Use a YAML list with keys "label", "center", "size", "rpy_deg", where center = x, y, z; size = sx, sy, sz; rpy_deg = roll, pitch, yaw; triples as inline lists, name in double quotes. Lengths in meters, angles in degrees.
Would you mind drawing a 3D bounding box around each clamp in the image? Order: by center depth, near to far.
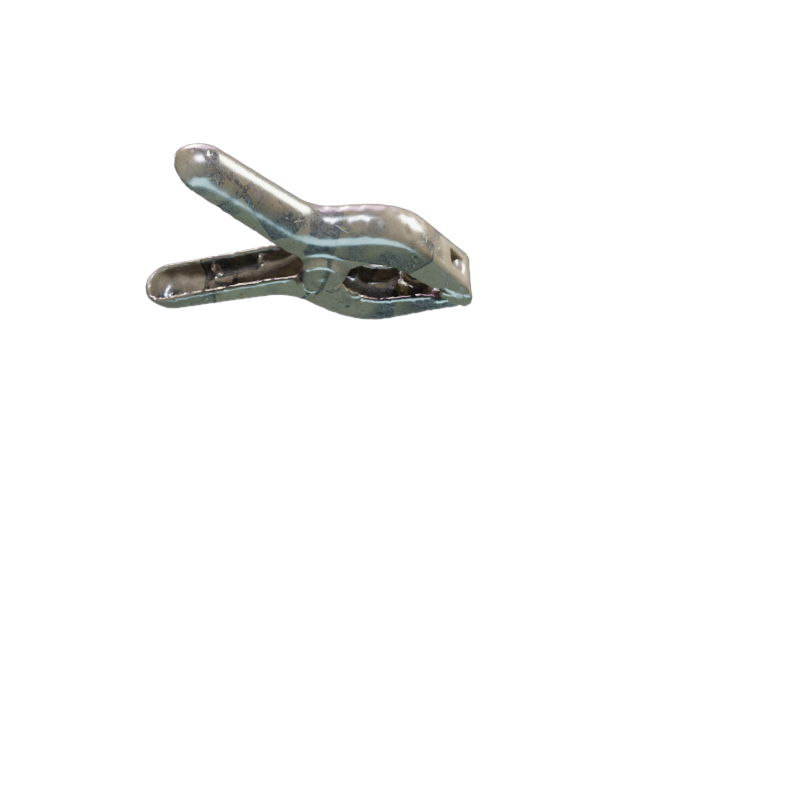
- label: "clamp"
  center: [-0.044, -0.080, 0.559]
  size: [0.170, 0.042, 0.114]
  rpy_deg: [3, -26, -6]
